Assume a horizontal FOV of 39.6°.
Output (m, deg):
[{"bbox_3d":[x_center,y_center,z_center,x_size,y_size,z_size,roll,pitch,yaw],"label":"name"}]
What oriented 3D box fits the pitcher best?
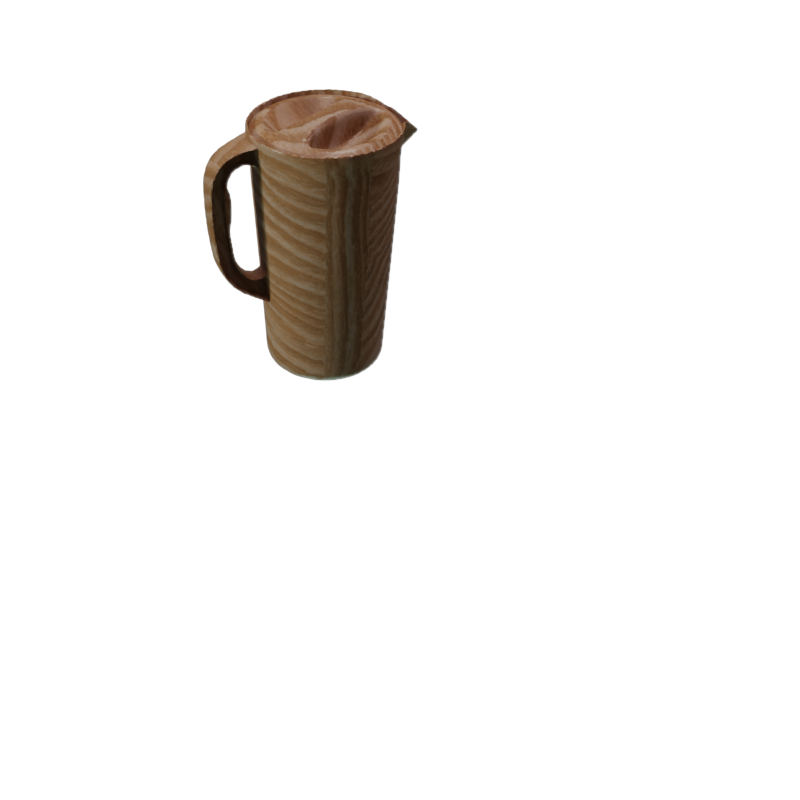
[{"bbox_3d":[-0.076,-0.139,0.973,0.154,0.228,0.150,13,36,15],"label":"pitcher"}]
